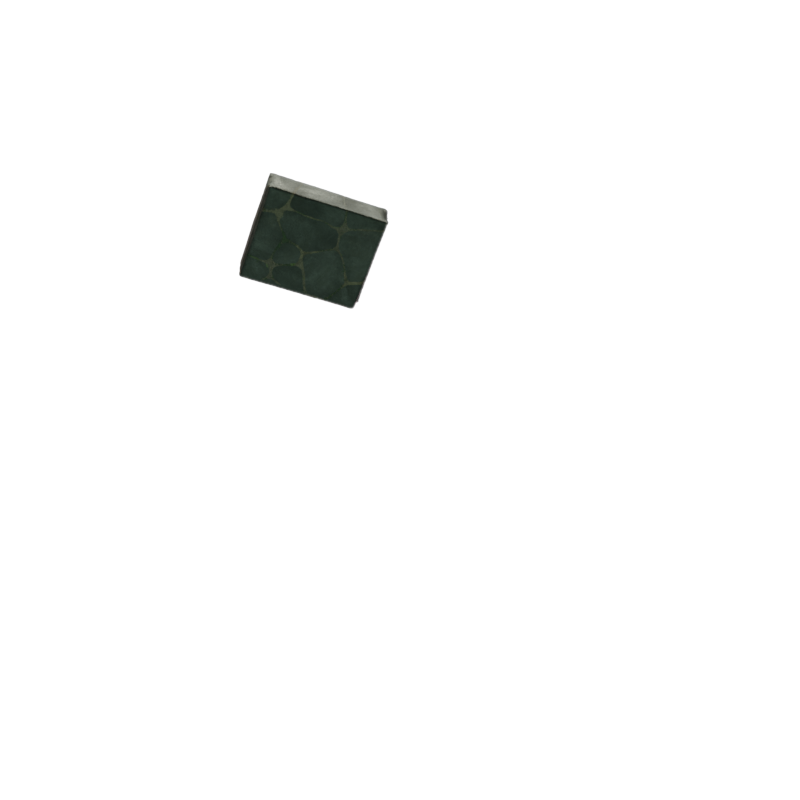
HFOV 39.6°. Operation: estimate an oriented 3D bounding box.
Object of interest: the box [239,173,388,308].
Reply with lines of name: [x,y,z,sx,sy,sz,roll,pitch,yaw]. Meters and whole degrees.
box: [-0.061,-0.112,0.786,0.088,0.070,0.032,17,26,-9]
